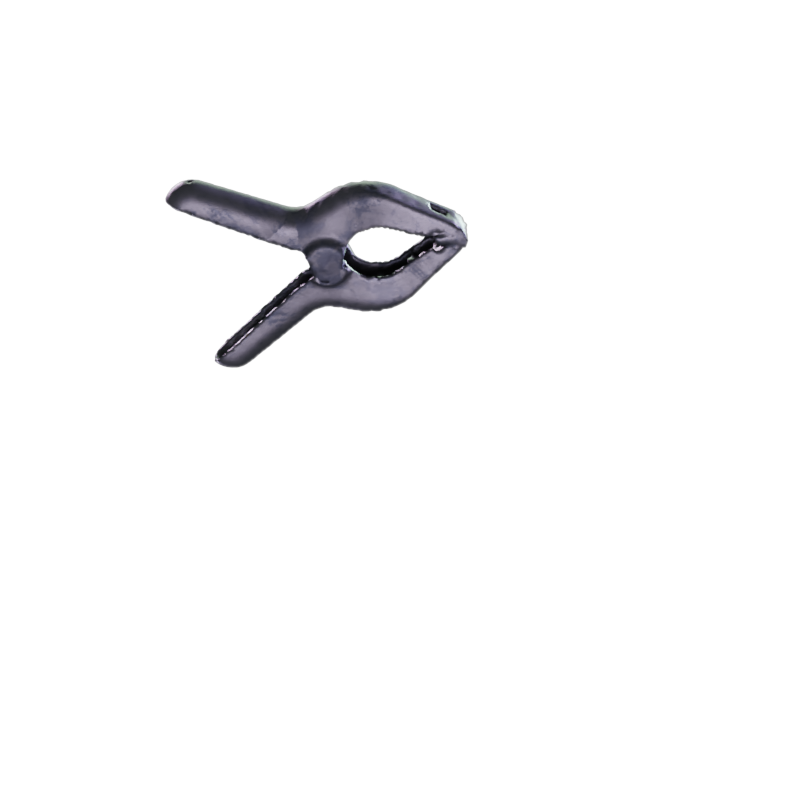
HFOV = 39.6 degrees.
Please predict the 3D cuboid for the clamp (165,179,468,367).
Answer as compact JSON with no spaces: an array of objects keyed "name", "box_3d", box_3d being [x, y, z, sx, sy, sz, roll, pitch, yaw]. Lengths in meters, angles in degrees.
[{"name":"clamp","box_3d":[-0.050,-0.092,0.643,0.172,0.112,0.042,-19,29,10]}]
